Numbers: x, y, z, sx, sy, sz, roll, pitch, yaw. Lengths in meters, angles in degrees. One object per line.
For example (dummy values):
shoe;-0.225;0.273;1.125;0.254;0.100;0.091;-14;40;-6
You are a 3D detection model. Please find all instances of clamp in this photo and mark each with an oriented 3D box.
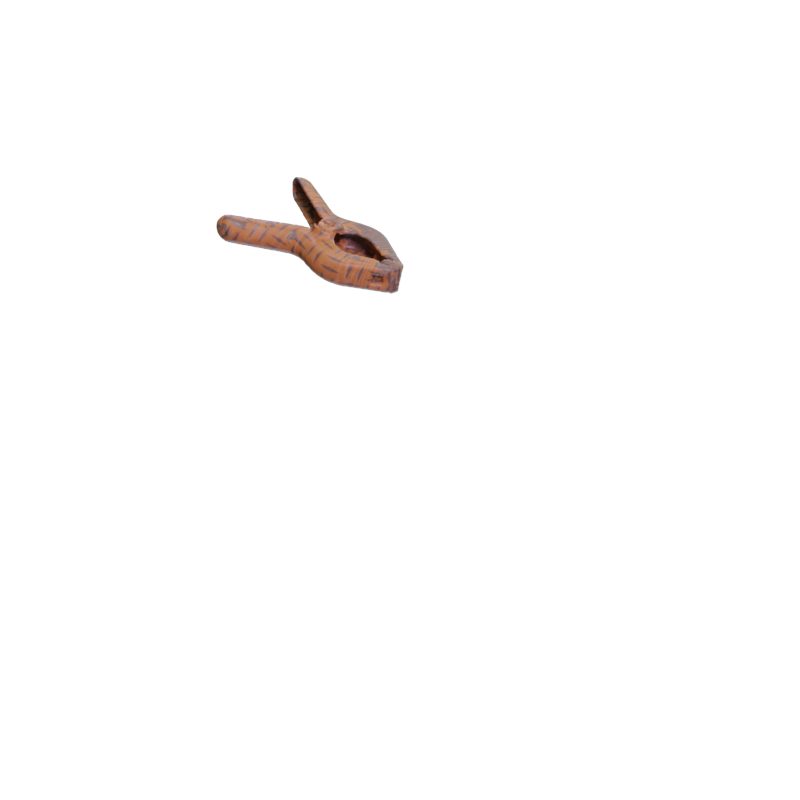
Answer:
clamp;-0.078;-0.142;0.993;0.120;0.037;0.183;-31;50;-31
